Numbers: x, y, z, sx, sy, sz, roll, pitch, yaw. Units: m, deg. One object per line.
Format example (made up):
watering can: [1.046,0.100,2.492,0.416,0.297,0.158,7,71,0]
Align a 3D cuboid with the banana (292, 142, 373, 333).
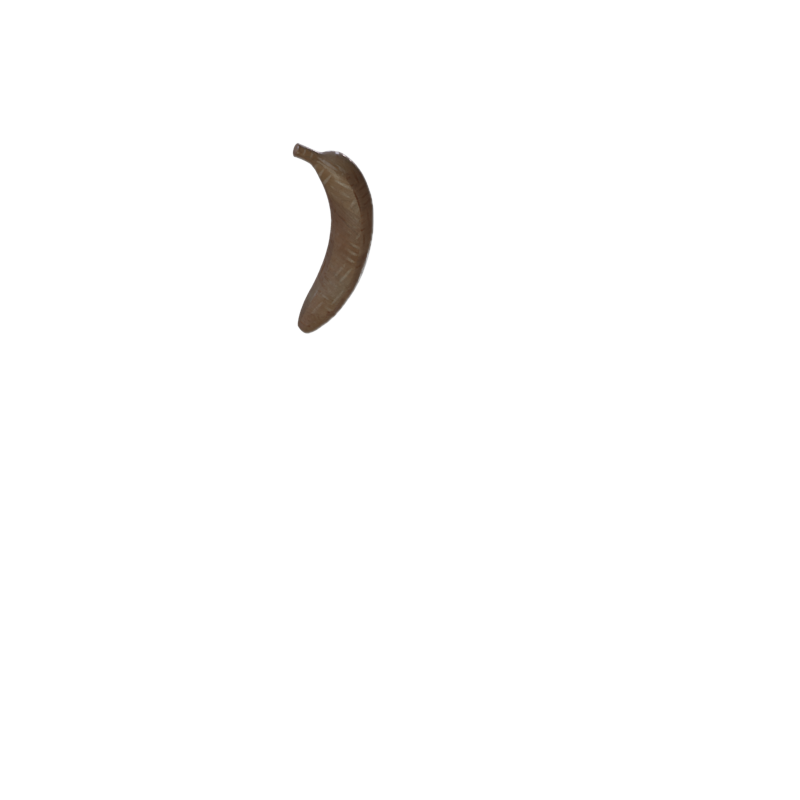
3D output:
banana: [-0.058,-0.143,0.979,0.069,0.185,0.039,0,34,-1]
